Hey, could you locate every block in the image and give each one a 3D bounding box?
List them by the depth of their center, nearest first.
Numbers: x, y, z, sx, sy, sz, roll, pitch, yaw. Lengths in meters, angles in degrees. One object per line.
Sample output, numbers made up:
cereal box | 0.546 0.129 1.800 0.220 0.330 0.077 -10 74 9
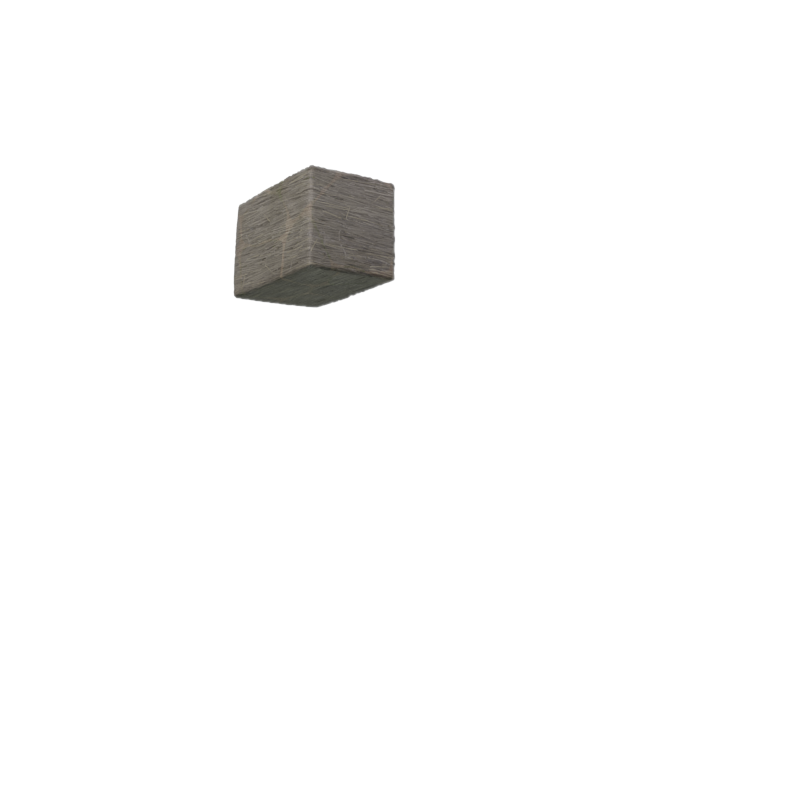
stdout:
block | -0.045 -0.082 0.572 0.050 0.053 0.079 8 -14 -34
